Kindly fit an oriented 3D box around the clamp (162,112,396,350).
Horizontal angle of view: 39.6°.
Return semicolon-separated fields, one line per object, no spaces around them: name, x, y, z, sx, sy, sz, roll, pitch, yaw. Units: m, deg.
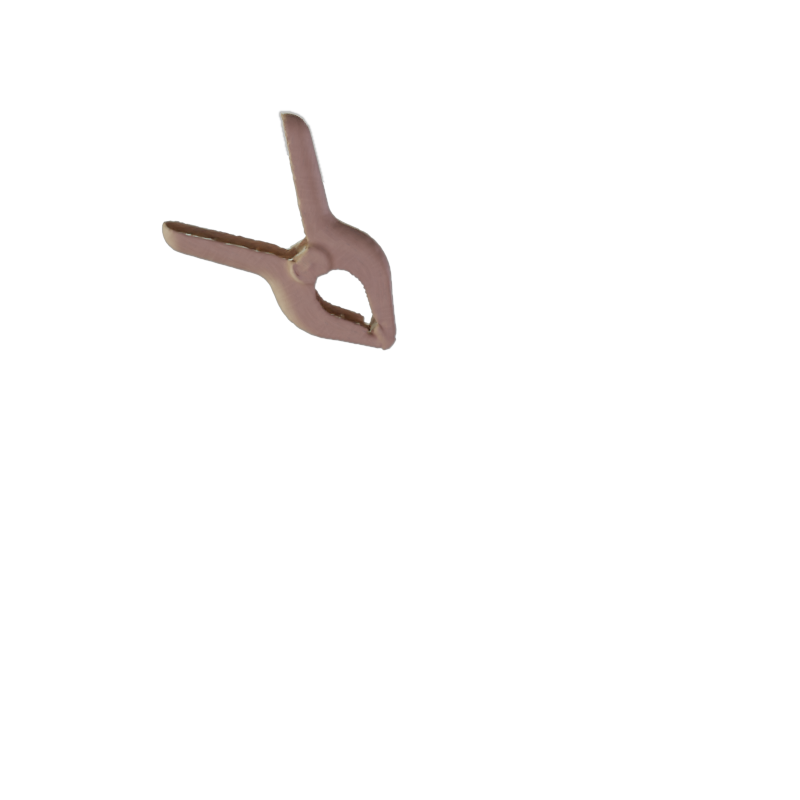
clamp;-0.057;-0.105;0.733;0.165;0.118;0.041;36;21;-16
